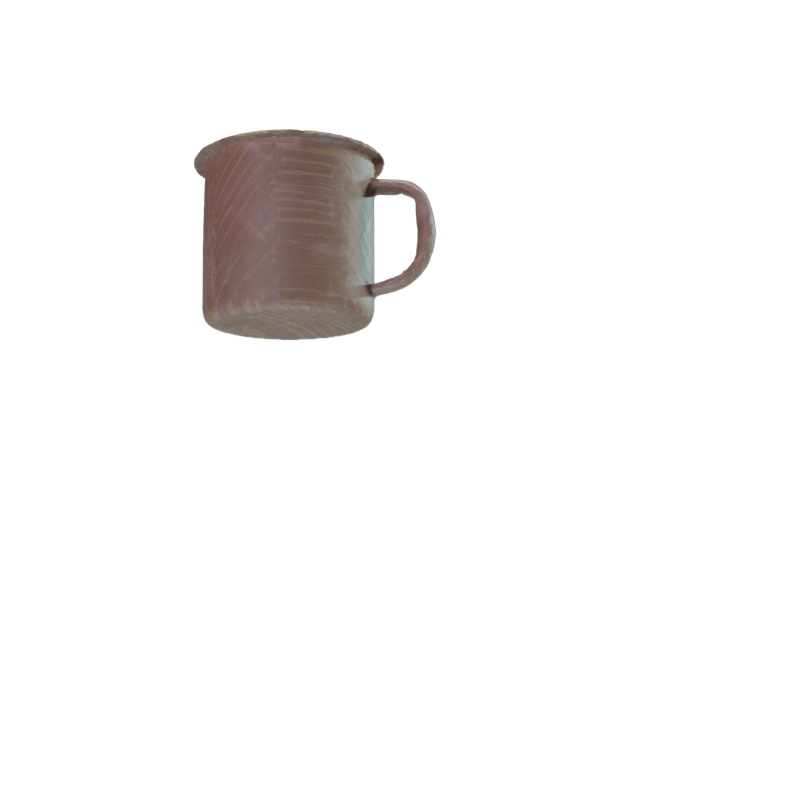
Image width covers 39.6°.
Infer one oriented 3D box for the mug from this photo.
[{"bbox_3d":[-0.041,-0.076,0.529,0.118,0.084,0.089,-2,-11,9],"label":"mug"}]
